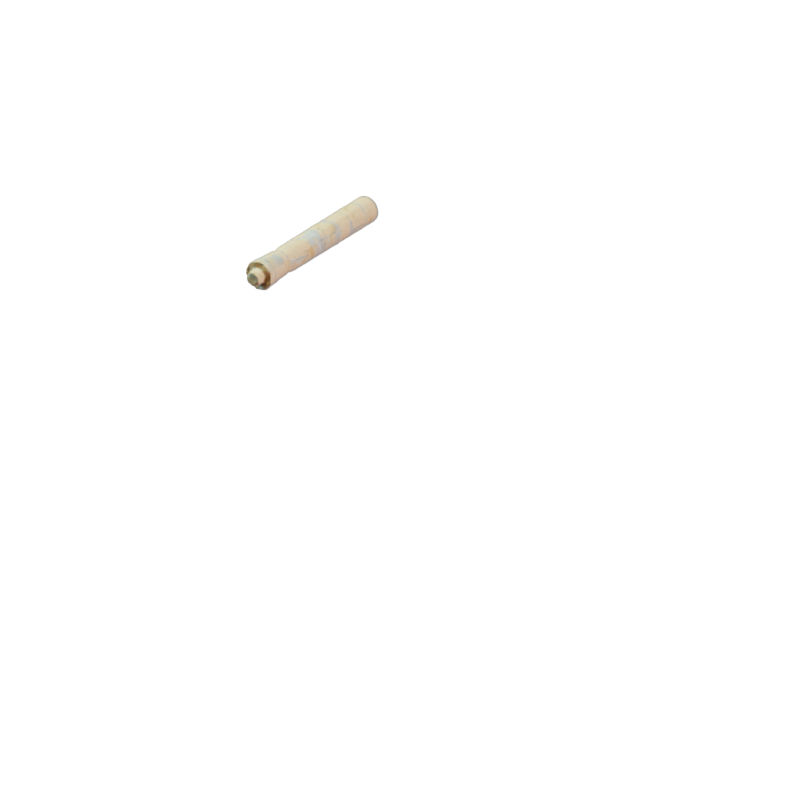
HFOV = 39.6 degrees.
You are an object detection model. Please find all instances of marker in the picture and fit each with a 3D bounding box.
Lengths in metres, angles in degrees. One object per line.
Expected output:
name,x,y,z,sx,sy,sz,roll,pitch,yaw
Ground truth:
marker,-0.053,-0.097,0.683,0.020,0.019,0.122,2,28,35
